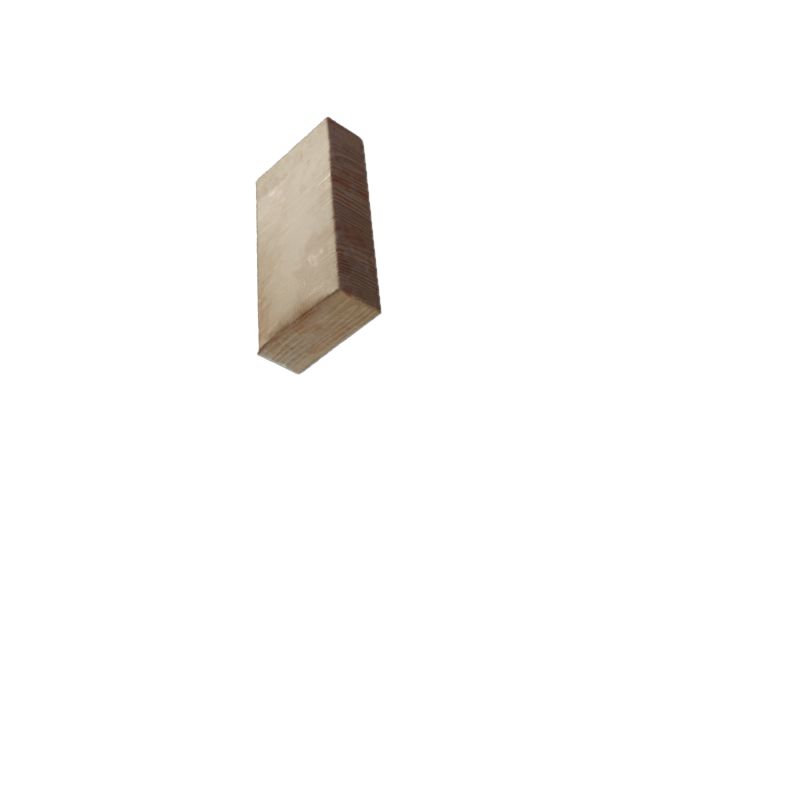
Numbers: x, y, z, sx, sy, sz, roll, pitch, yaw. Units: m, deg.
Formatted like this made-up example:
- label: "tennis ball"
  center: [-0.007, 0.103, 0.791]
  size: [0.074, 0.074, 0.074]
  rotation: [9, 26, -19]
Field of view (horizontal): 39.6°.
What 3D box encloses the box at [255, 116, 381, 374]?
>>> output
- label: "box"
  center: [-0.064, -0.117, 0.819]
  size: [0.045, 0.189, 0.092]
  rotation: [30, -50, -33]
